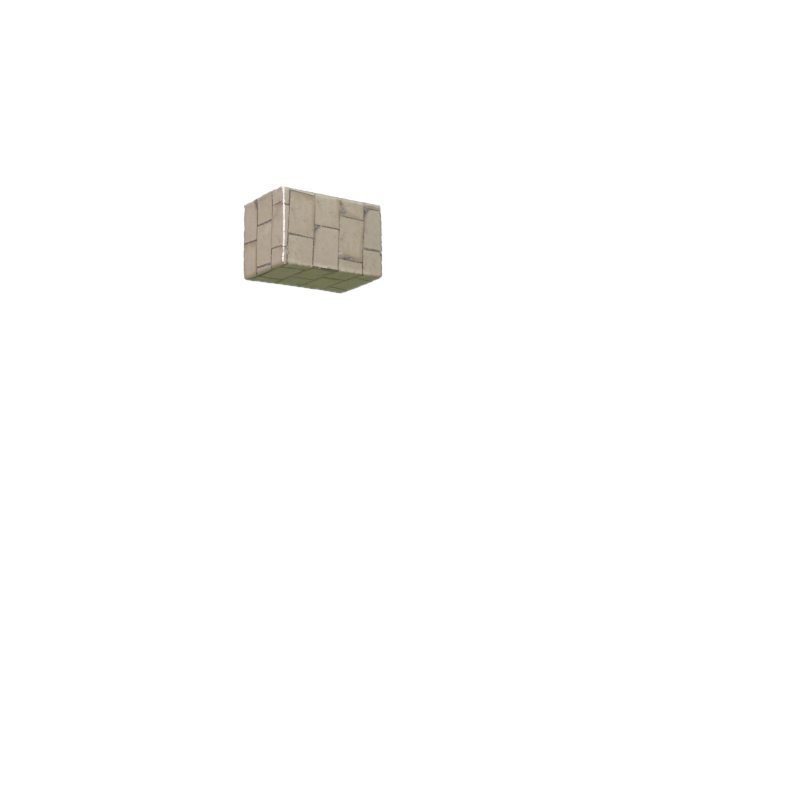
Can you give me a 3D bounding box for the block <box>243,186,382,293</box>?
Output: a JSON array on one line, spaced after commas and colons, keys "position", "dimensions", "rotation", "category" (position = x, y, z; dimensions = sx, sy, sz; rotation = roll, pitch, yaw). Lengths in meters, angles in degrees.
[{"position": [-0.057, -0.104, 0.727], "dimensions": [0.074, 0.053, 0.053], "rotation": [7, -14, -34], "category": "block"}]
